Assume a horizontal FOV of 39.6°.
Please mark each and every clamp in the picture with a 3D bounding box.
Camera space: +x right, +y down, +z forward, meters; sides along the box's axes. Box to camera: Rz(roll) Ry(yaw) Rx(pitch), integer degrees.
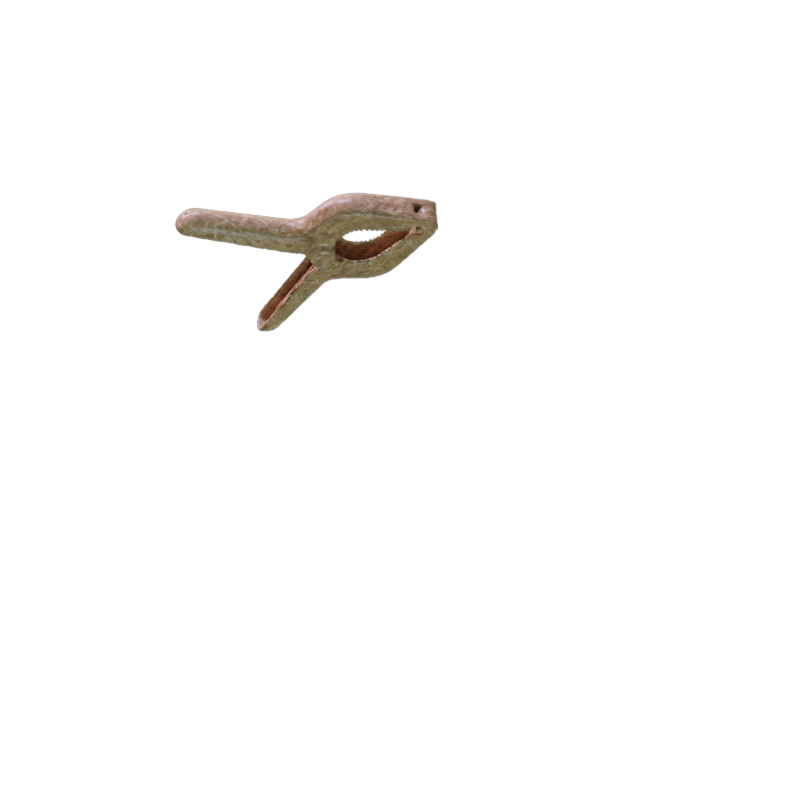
[{"bbox_3d":[-0.073,-0.133,0.934,0.212,0.039,0.152,-18,-38,23],"label":"clamp"}]
